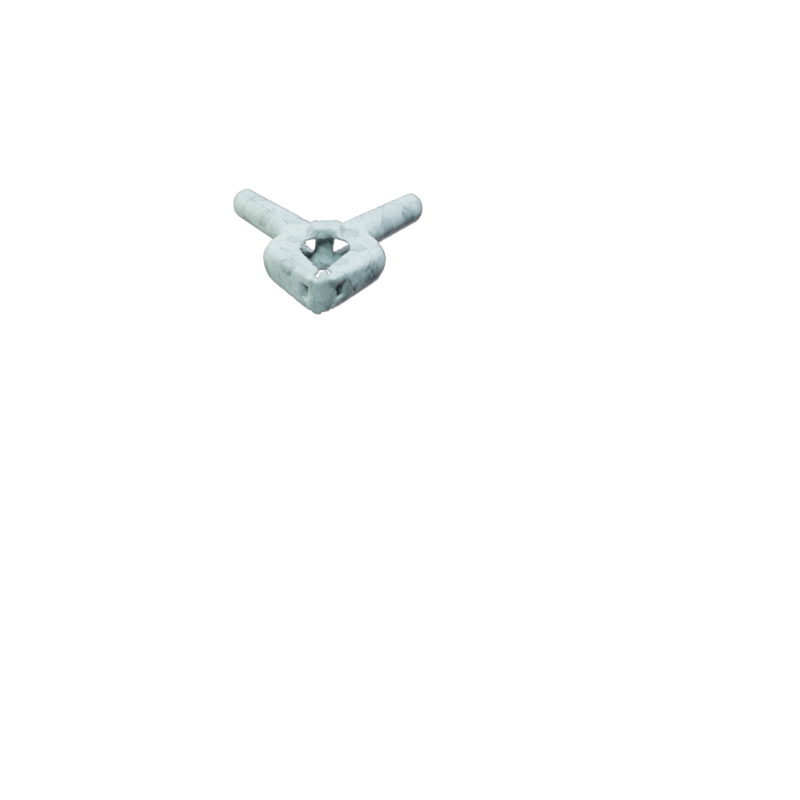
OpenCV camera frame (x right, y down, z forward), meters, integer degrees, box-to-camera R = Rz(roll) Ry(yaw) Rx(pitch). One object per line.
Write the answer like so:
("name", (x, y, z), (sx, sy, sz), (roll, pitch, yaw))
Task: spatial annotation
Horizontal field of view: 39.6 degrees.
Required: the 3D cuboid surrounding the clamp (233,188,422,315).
("clamp", (-0.070, -0.128, 0.896), (0.166, 0.034, 0.220), (3, 29, 5))
